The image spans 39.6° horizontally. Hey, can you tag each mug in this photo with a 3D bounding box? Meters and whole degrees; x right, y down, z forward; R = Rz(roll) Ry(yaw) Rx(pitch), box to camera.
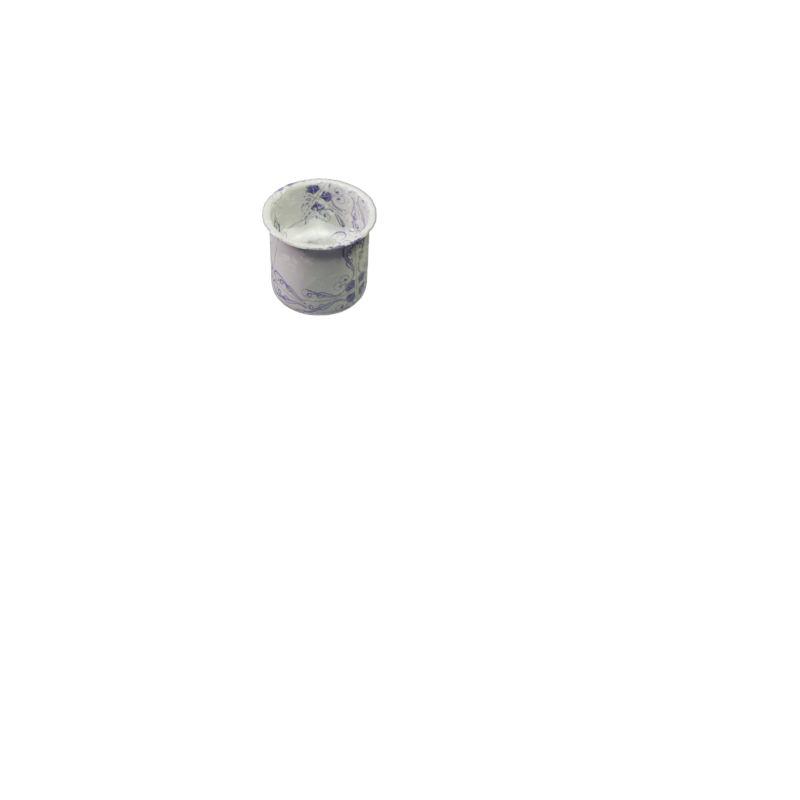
[{"bbox_3d":[-0.073,-0.133,0.929,0.092,0.076,0.127,-18,47,-20],"label":"mug"}]
